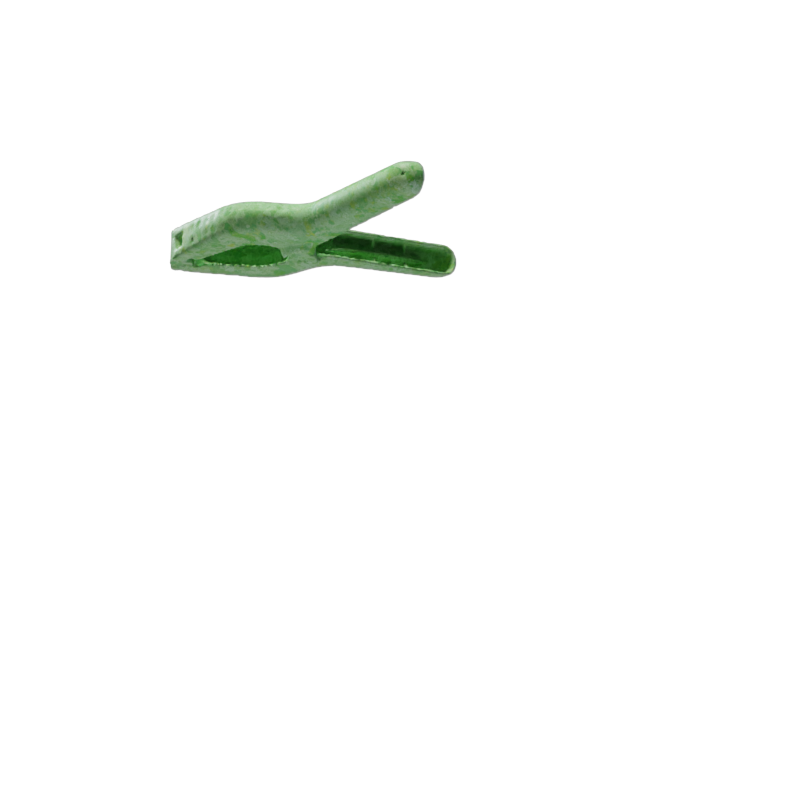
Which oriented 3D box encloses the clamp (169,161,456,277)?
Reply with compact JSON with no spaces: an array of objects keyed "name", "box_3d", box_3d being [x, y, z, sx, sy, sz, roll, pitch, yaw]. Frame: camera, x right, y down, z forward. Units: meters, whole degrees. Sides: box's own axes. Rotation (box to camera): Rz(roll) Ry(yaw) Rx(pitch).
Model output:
[{"name":"clamp","box_3d":[-0.063,-0.115,0.808,0.214,0.038,0.154,-6,-18,18]}]
